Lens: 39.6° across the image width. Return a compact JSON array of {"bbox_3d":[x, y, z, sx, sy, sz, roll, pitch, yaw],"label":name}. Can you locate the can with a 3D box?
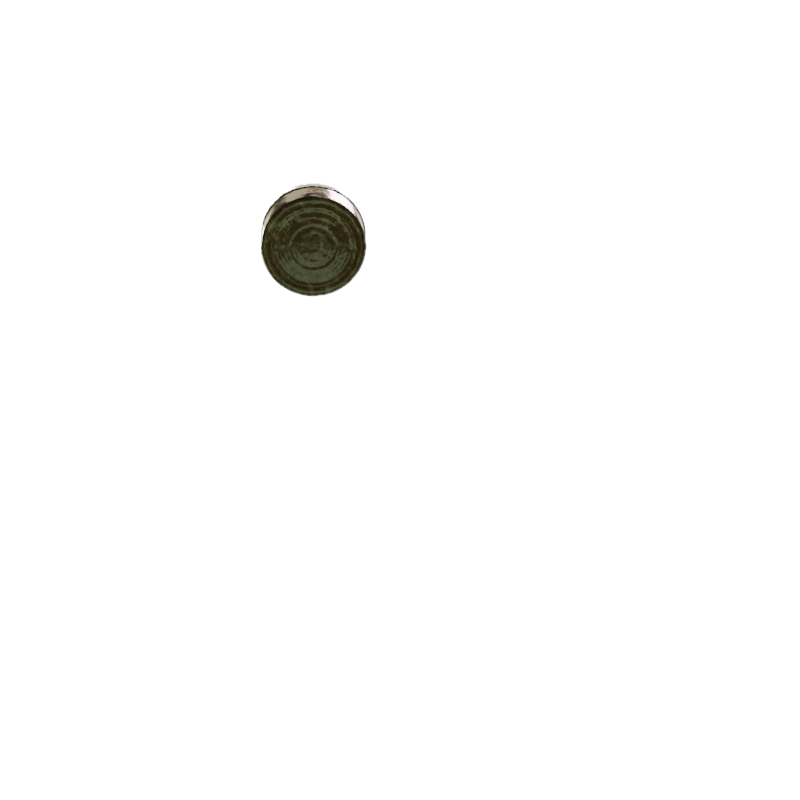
[{"bbox_3d":[-0.070,-0.128,0.897,0.086,0.082,0.035,0,22,-1],"label":"can"}]
